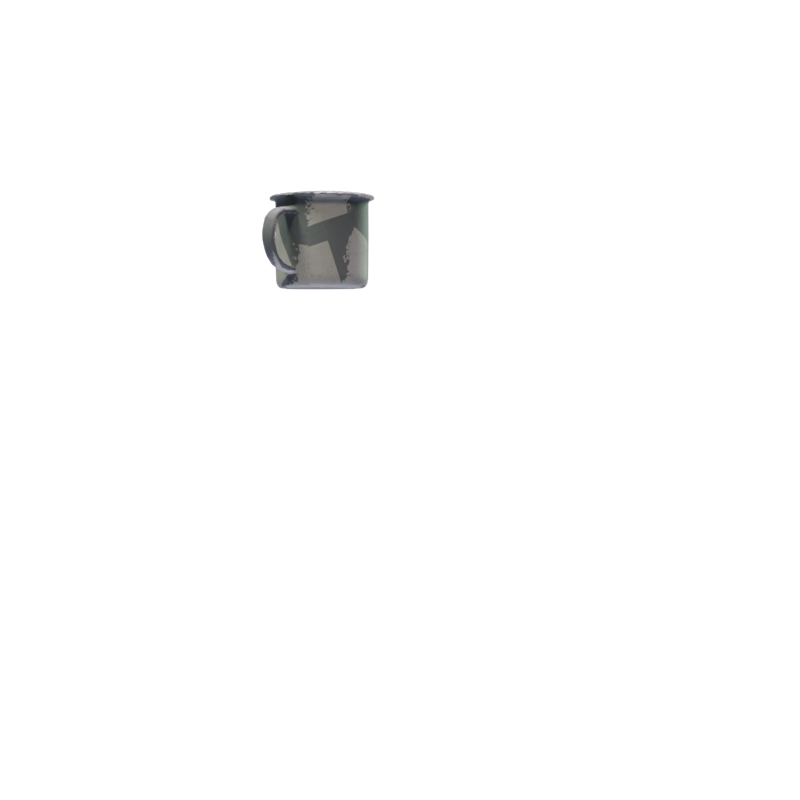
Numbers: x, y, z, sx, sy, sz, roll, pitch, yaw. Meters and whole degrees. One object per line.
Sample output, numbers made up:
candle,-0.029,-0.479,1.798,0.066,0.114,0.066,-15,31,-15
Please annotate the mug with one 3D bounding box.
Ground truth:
mug,-0.076,-0.139,0.971,0.097,0.082,0.113,0,1,37
